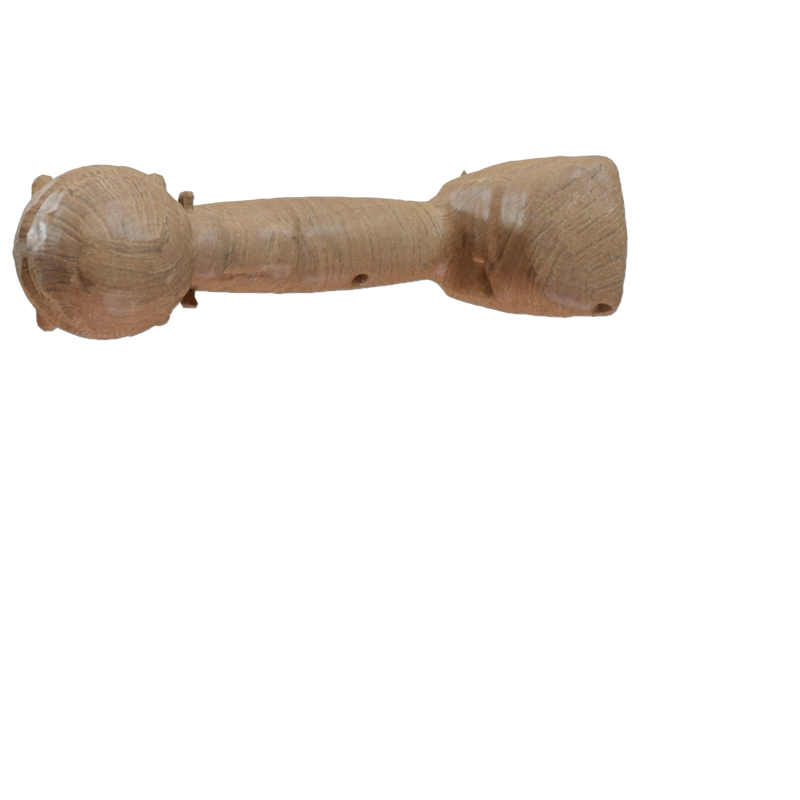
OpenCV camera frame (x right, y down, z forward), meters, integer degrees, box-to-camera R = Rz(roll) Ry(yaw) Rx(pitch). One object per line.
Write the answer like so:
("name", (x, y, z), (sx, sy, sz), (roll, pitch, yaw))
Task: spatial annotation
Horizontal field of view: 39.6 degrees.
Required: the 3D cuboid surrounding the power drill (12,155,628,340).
("power drill", (-0.028, -0.051, 0.359), (0.184, 0.057, 0.190), (-3, 9, -16))
